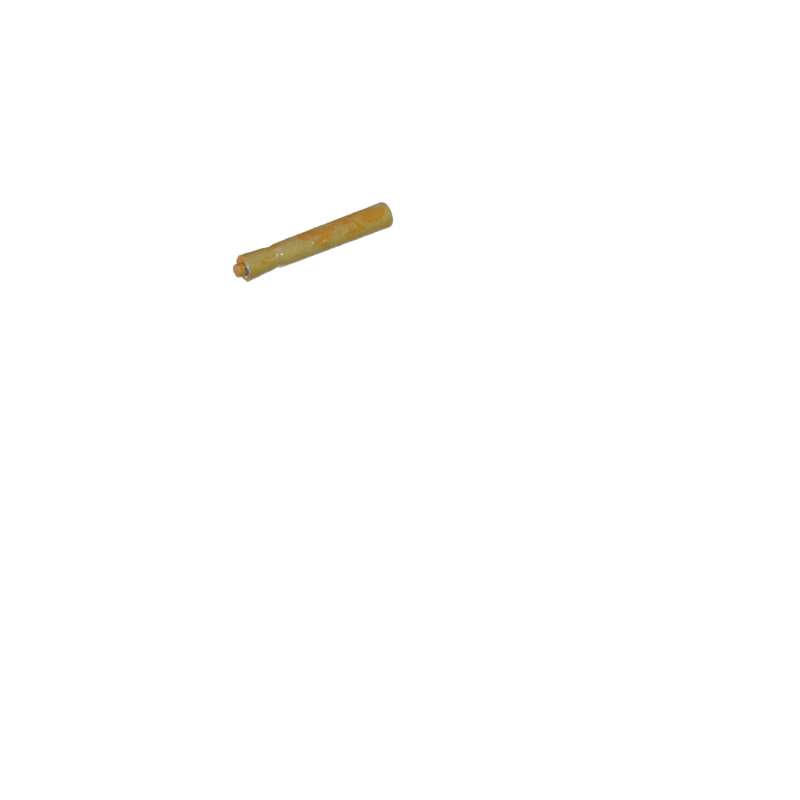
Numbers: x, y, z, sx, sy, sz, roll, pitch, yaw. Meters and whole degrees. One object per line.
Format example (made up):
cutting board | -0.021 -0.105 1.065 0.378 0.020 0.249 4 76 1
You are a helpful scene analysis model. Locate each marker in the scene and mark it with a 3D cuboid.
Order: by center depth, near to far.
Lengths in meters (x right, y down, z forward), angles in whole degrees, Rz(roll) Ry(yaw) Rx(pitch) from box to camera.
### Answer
marker | -0.059 -0.108 0.756 0.120 0.019 0.020 -25 15 -25
